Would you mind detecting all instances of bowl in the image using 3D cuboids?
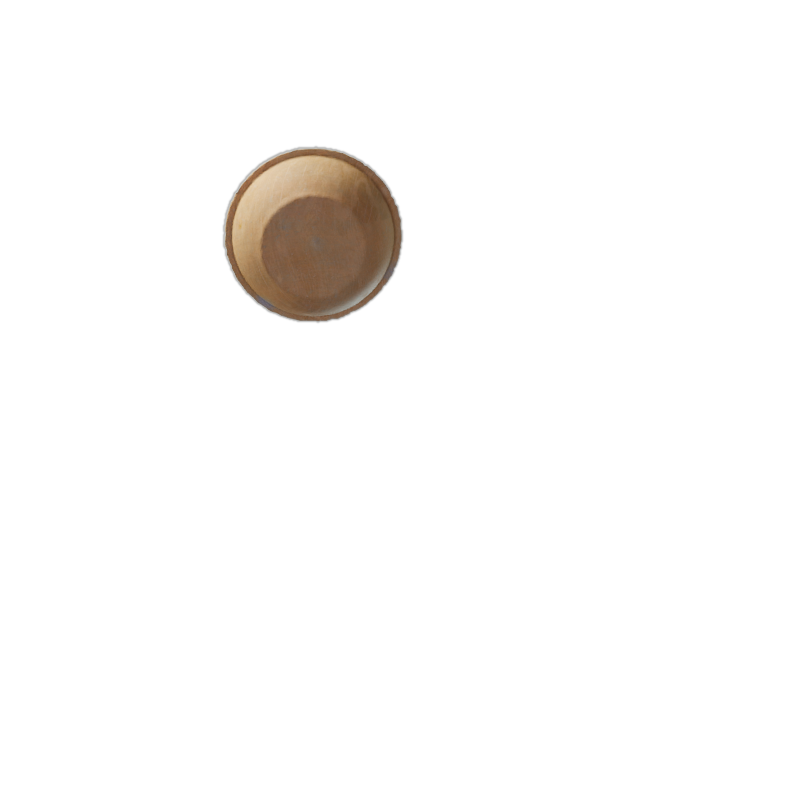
[{"bbox_3d":[-0.077,-0.140,0.982,0.162,0.158,0.057,0,12,-1],"label":"bowl"}]
